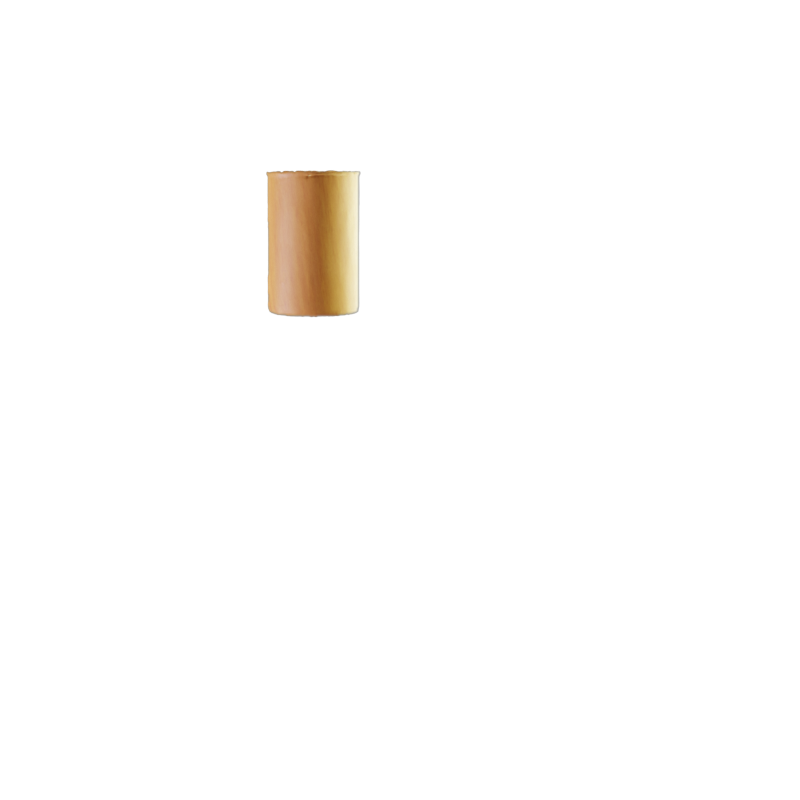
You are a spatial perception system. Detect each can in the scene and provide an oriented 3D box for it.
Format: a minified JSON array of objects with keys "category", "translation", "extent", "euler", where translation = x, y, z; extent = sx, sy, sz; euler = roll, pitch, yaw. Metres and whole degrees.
[{"category":"can","translation":[-0.063,-0.114,0.801],"extent":[0.068,0.101,0.069],"euler":[0,5,-2]}]
